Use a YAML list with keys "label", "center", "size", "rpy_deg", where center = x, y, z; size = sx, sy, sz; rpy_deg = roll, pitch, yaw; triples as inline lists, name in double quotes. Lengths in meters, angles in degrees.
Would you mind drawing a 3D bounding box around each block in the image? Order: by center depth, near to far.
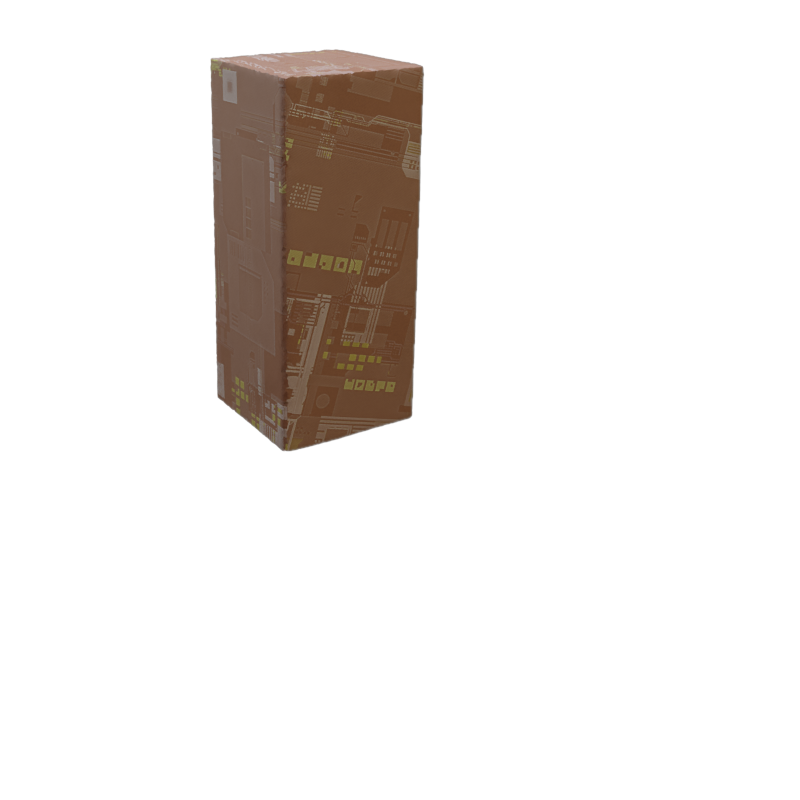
- label: "block"
  center: [-0.049, -0.091, 0.635]
  size: [0.088, 0.198, 0.096]
  rpy_deg: [-10, 21, -32]
